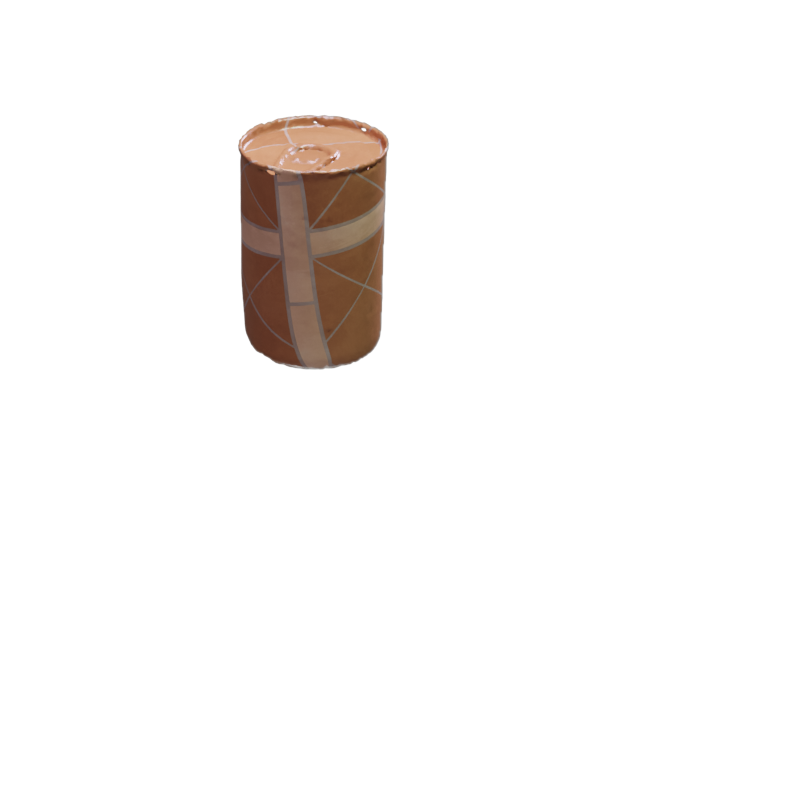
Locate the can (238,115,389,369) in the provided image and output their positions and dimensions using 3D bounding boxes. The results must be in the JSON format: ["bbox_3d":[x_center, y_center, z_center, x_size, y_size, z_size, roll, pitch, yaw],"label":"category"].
[{"bbox_3d":[-0.041,-0.075,0.522,0.068,0.096,0.073,0,30,-2],"label":"can"}]
